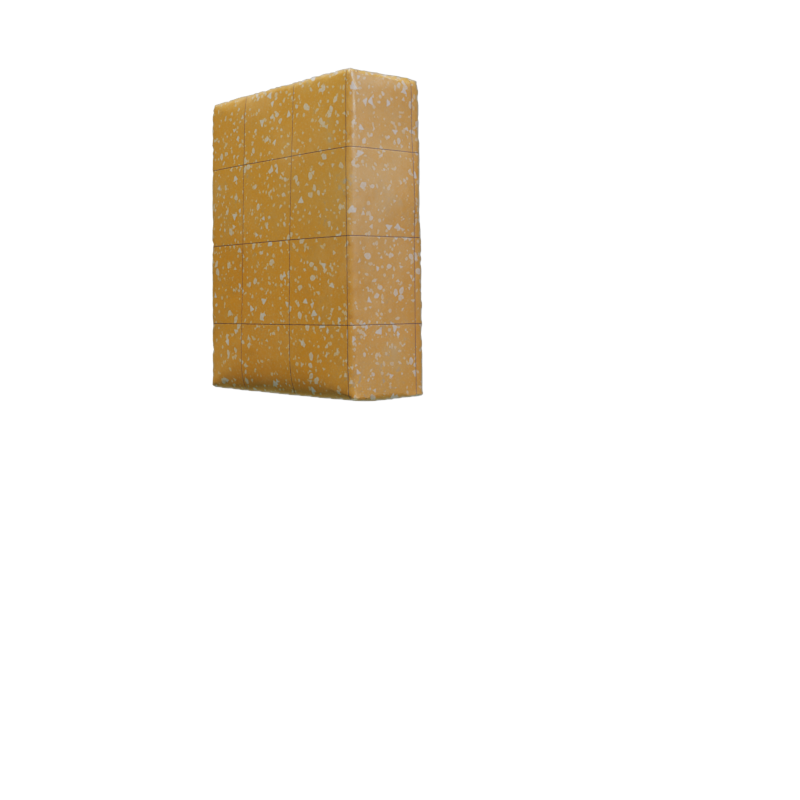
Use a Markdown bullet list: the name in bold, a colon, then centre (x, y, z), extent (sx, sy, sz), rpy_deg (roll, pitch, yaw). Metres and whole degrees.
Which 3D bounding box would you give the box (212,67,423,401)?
- **box**: centre (-0.061, -0.112, 0.783), extent (0.069, 0.215, 0.170), rpy_deg (2, -2, -41)
